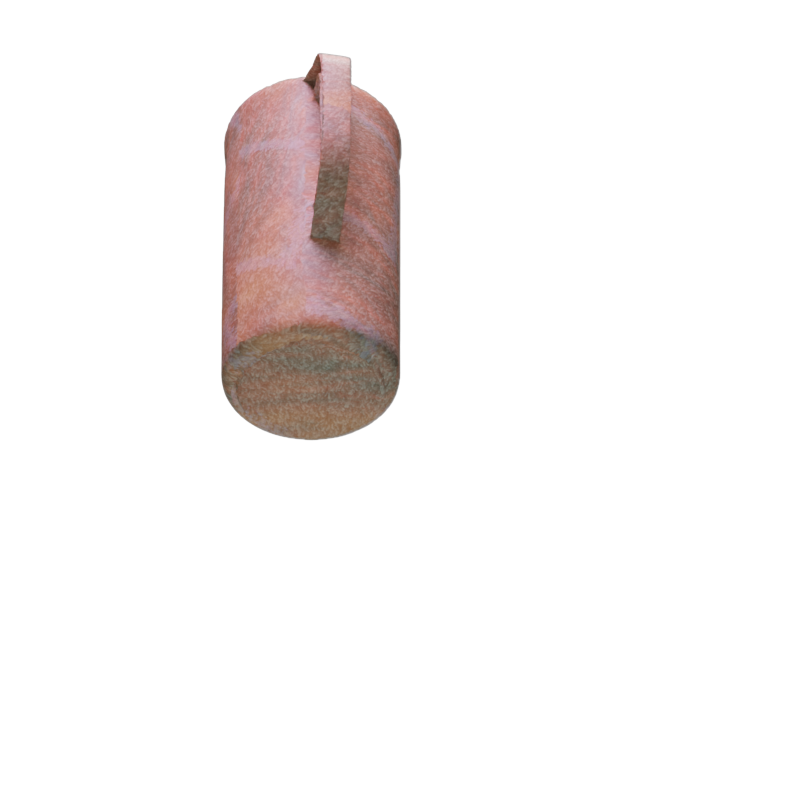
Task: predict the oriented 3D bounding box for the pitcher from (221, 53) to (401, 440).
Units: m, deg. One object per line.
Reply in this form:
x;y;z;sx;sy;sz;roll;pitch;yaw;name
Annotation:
-0.058;-0.106;0.741;0.145;0.261;0.138;-26;-48;22;pitcher
